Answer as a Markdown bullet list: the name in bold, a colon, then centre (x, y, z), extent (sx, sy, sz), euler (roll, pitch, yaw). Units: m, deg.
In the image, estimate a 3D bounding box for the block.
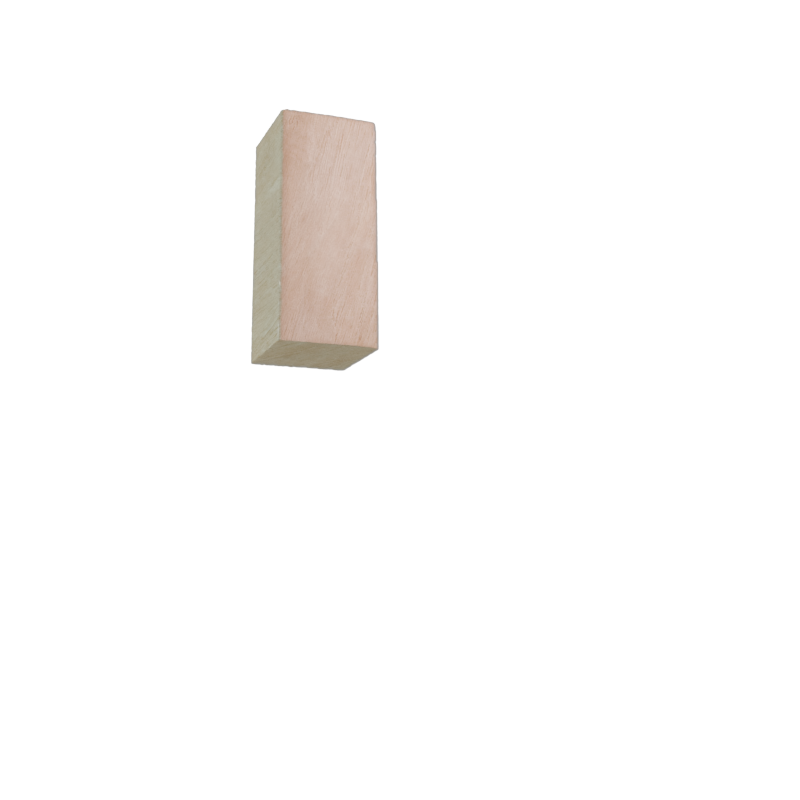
- **block**: centre (-0.076, -0.139, 0.974), extent (0.088, 0.215, 0.089), euler (6, -19, -20)
